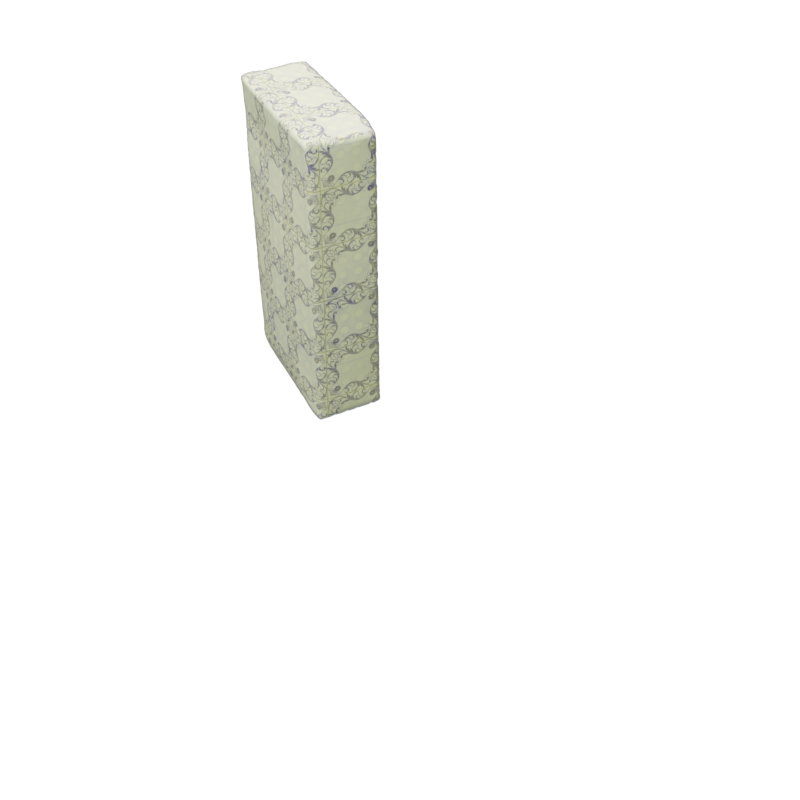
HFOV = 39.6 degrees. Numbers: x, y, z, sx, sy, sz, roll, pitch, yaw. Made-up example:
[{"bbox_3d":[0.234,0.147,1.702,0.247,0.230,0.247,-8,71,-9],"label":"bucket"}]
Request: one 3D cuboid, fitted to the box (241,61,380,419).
[{"bbox_3d":[-0.048,-0.087,0.613,0.047,0.165,0.101,-14,40,-21],"label":"box"}]
